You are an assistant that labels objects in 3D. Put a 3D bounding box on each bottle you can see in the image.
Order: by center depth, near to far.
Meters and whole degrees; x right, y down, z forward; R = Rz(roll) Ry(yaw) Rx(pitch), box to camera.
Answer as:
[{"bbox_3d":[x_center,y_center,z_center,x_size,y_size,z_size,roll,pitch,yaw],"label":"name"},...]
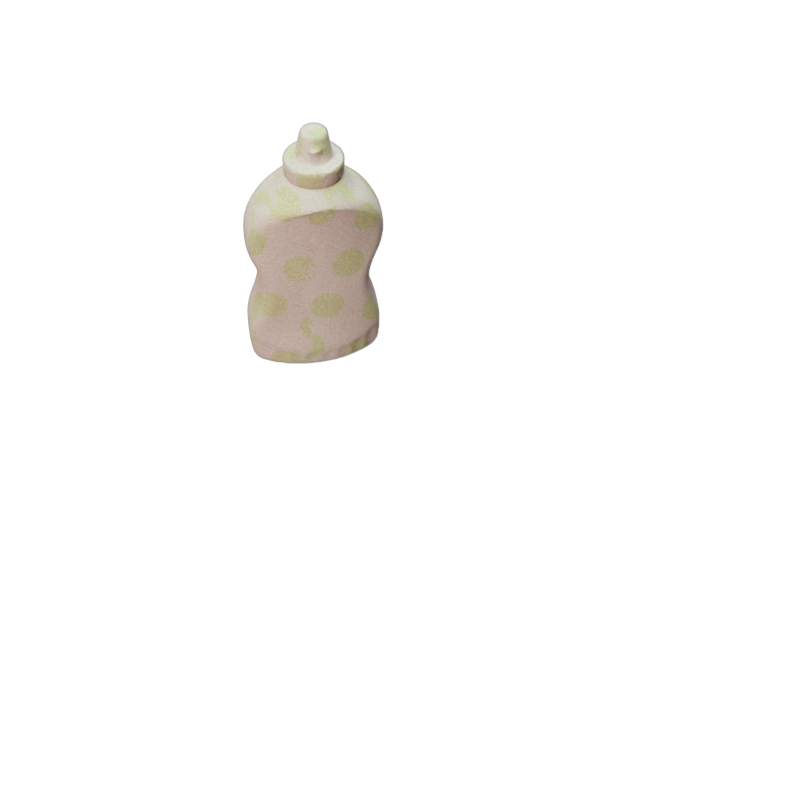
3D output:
[{"bbox_3d":[-0.060,-0.110,0.773,0.095,0.179,0.063,-5,45,-9],"label":"bottle"}]
